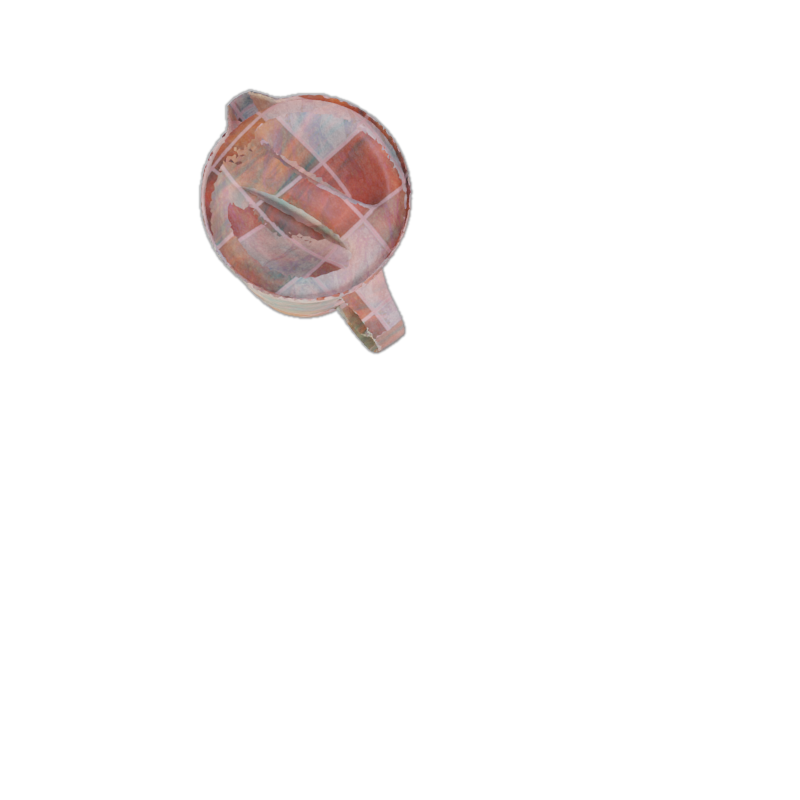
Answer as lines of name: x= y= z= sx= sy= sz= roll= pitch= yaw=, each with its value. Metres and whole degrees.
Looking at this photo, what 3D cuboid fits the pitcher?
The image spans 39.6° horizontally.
pitcher: x=-0.063 y=-0.115 z=0.803 sx=0.145 sy=0.152 sz=0.240 roll=11 pitch=-5 yaw=-2
